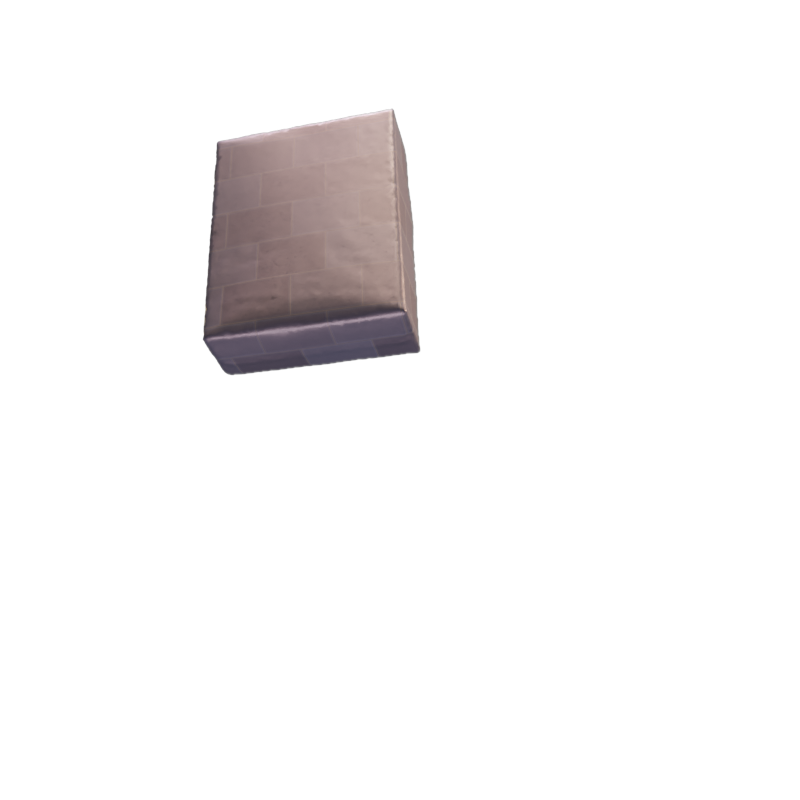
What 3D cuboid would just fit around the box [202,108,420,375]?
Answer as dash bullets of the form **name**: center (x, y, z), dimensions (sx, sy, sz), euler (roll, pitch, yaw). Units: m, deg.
- **box**: center (-0.073, -0.133, 0.933), dimensions (0.166, 0.229, 0.066), euler (-9, -35, 10)
